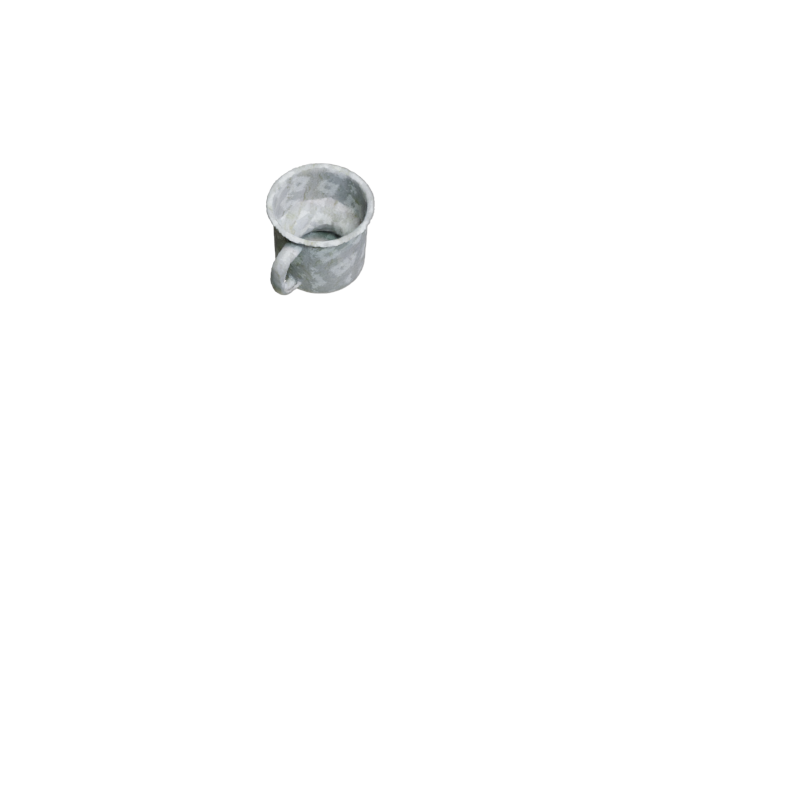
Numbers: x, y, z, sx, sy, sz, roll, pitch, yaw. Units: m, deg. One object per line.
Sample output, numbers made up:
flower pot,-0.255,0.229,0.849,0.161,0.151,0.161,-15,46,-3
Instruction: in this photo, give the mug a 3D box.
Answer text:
mug,-0.076,-0.138,0.969,0.097,0.121,0.076,24,-32,14
